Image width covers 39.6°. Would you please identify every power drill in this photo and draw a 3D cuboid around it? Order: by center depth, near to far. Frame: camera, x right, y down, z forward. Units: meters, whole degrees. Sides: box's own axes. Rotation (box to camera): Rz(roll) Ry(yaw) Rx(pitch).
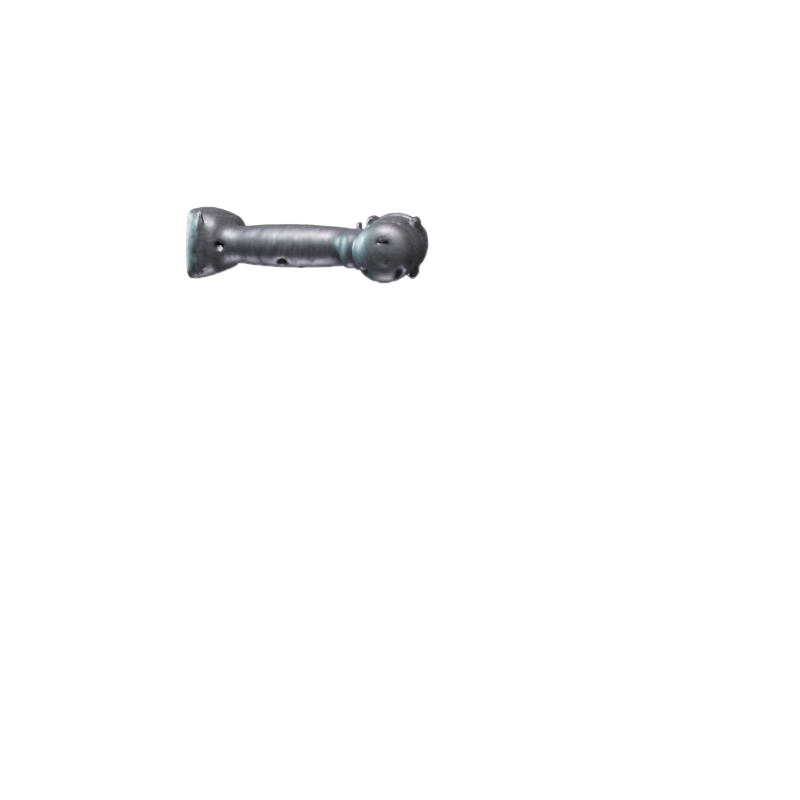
[{"bbox_3d":[-0.071,-0.130,0.911,0.190,0.057,0.185,1,9,7],"label":"power drill"}]
